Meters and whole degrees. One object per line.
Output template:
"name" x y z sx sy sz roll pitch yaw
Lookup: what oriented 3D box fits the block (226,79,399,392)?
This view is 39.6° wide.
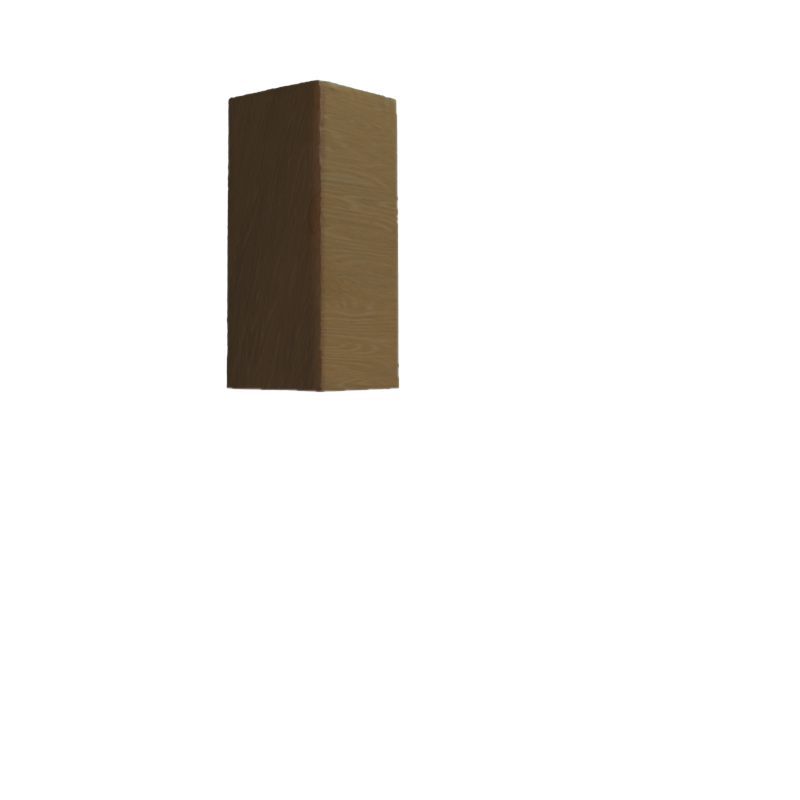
"block" -0.061 -0.112 0.784 0.093 0.209 0.087 -4 -5 39
